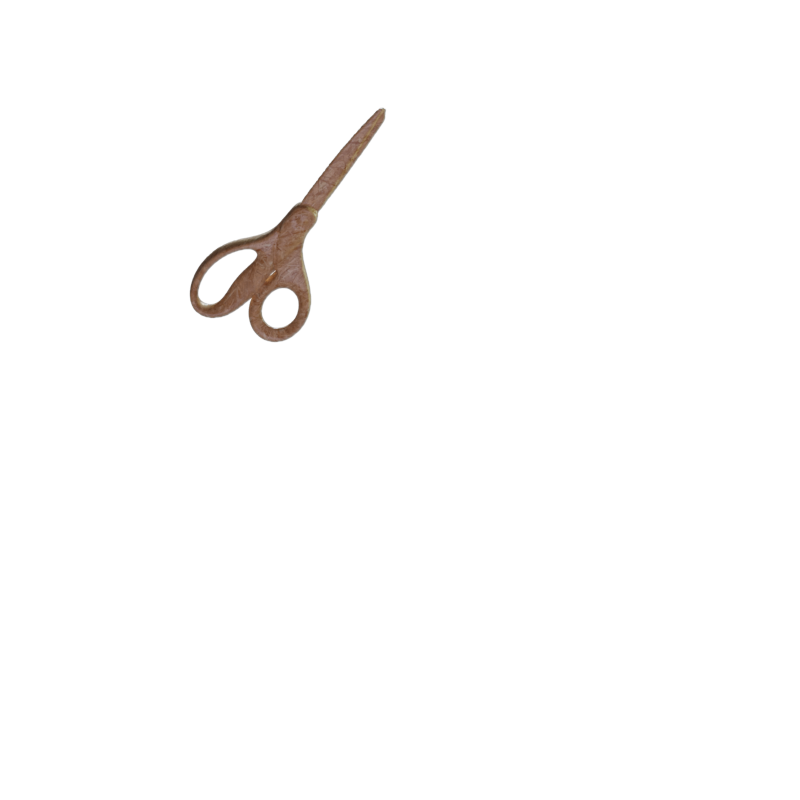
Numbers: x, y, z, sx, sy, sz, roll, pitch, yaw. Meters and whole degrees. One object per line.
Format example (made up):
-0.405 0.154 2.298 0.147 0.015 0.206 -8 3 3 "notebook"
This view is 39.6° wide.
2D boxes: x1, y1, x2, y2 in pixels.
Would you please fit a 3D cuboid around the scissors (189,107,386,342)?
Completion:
-0.062 -0.112 0.786 0.200 0.091 0.017 -35 24 17 "scissors"
